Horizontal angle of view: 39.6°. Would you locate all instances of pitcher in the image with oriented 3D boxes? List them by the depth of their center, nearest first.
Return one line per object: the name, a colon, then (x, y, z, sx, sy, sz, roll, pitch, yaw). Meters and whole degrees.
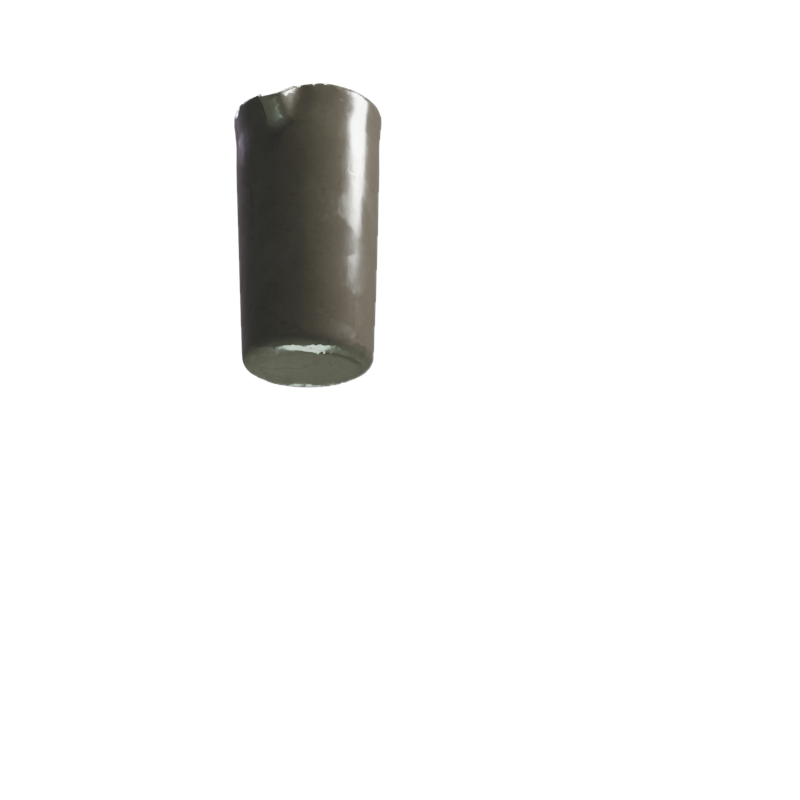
pitcher: (-0.075, -0.137, 0.962, 0.144, 0.256, 0.143, 9, -25, -24)
